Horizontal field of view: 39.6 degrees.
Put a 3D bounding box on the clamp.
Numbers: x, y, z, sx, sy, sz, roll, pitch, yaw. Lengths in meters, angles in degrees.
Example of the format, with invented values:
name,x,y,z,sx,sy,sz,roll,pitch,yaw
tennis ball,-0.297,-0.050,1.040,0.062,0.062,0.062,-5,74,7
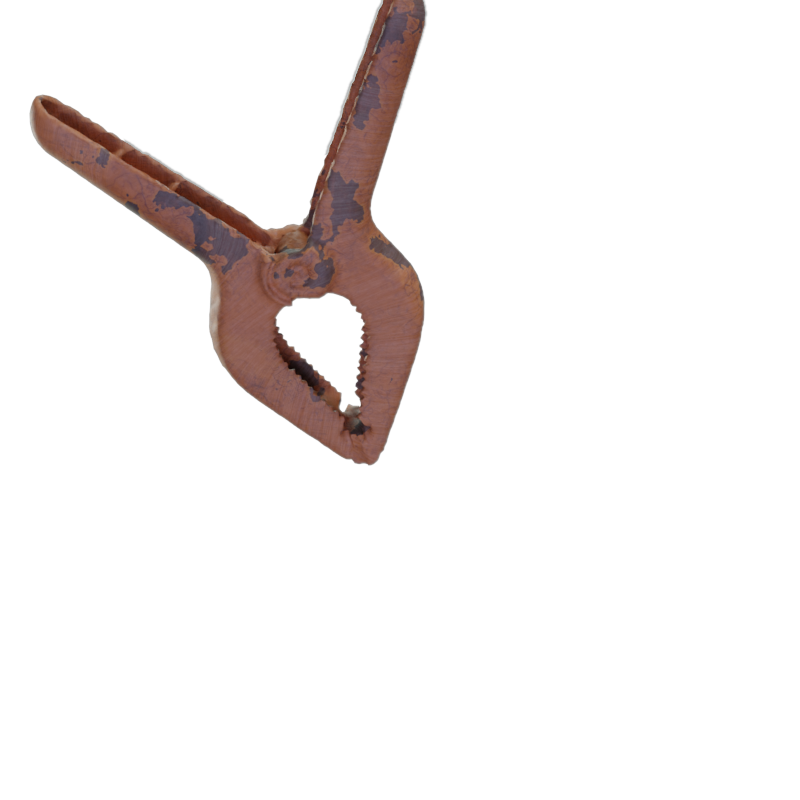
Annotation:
name,x,y,z,sx,sy,sz,roll,pitch,yaw
clamp,-0.037,-0.067,0.472,0.165,0.199,0.038,-23,22,10
